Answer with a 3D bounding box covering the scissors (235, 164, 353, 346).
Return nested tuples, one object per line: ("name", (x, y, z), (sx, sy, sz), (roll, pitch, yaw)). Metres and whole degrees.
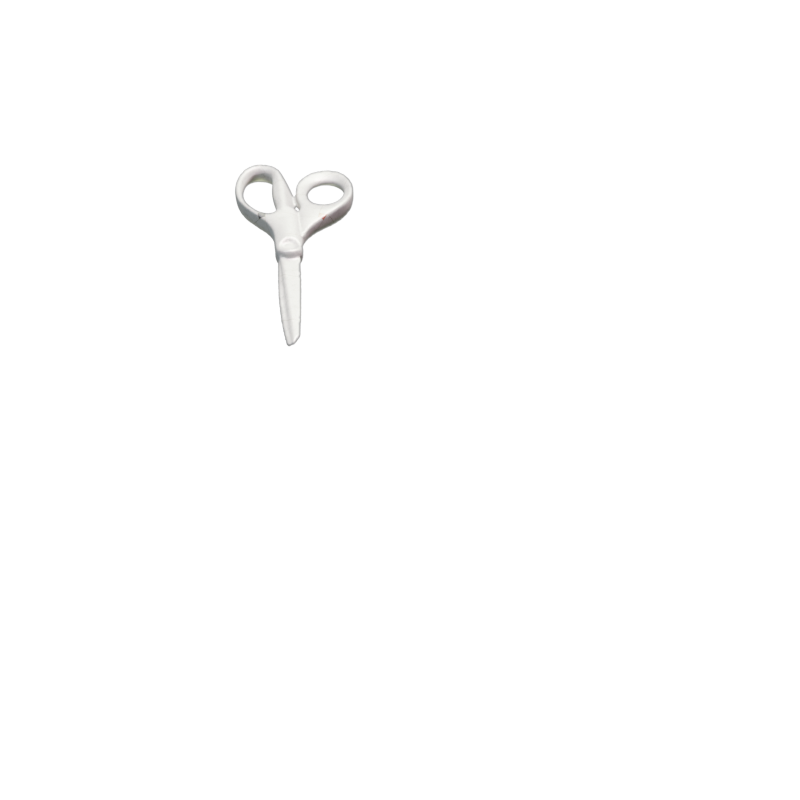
("scissors", (-0.061, -0.110, 0.773), (0.095, 0.015, 0.219), (-13, 42, -15))
